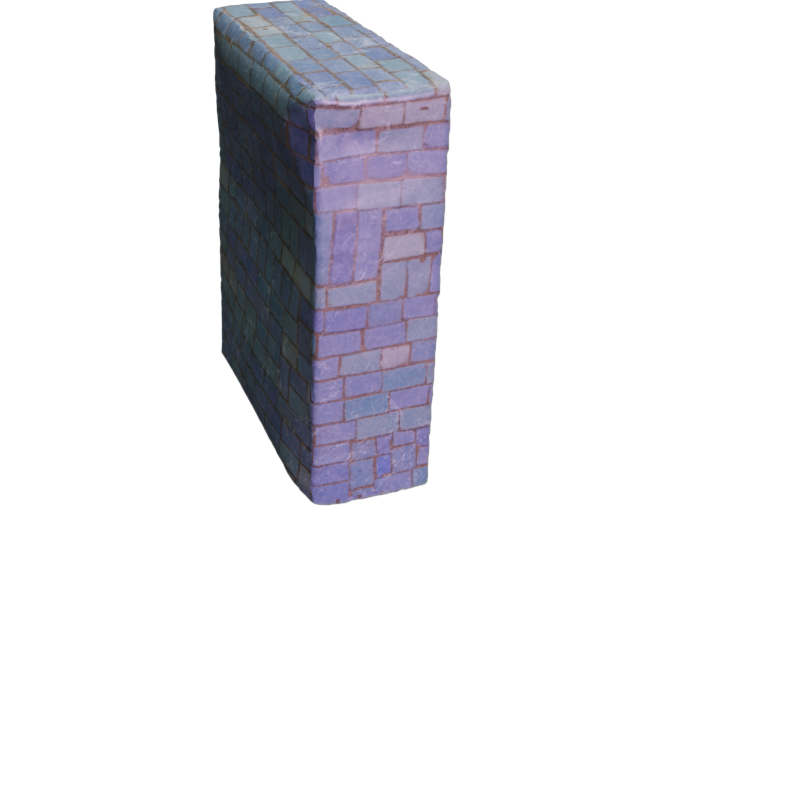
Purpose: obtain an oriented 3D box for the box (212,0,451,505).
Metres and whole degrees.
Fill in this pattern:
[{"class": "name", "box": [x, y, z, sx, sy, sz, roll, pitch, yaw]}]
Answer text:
[{"class": "box", "box": [-0.045, -0.081, 0.571, 0.071, 0.202, 0.177, -9, 31, -21]}]
